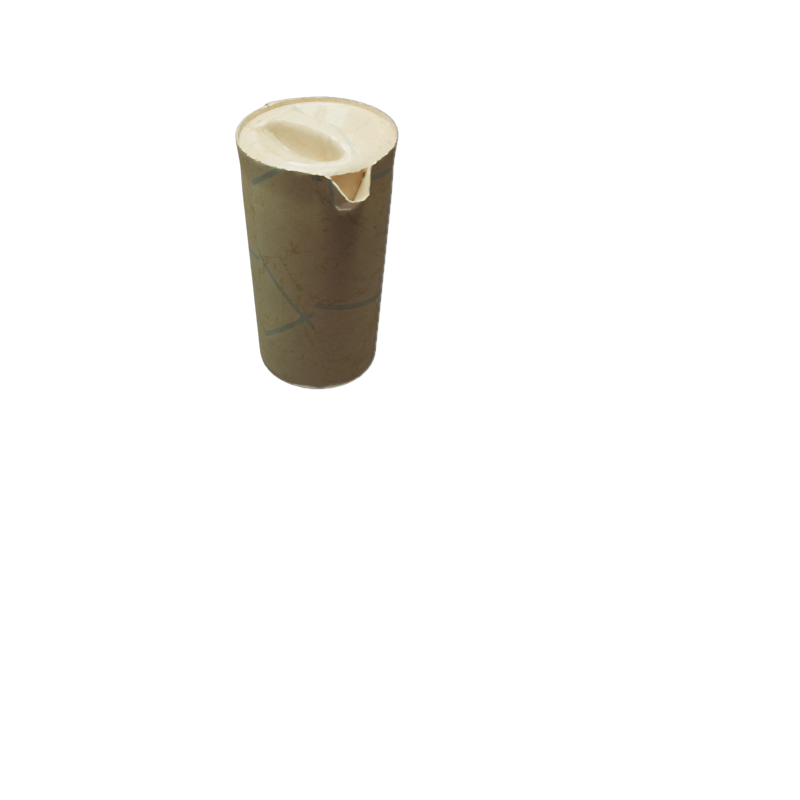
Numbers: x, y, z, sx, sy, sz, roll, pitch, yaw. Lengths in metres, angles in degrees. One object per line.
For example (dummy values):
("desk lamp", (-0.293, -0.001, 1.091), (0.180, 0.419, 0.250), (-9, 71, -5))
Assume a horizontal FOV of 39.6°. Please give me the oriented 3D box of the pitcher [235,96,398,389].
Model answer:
("pitcher", (-0.076, -0.139, 0.973), (0.149, 0.227, 0.155), (13, 38, 14))
